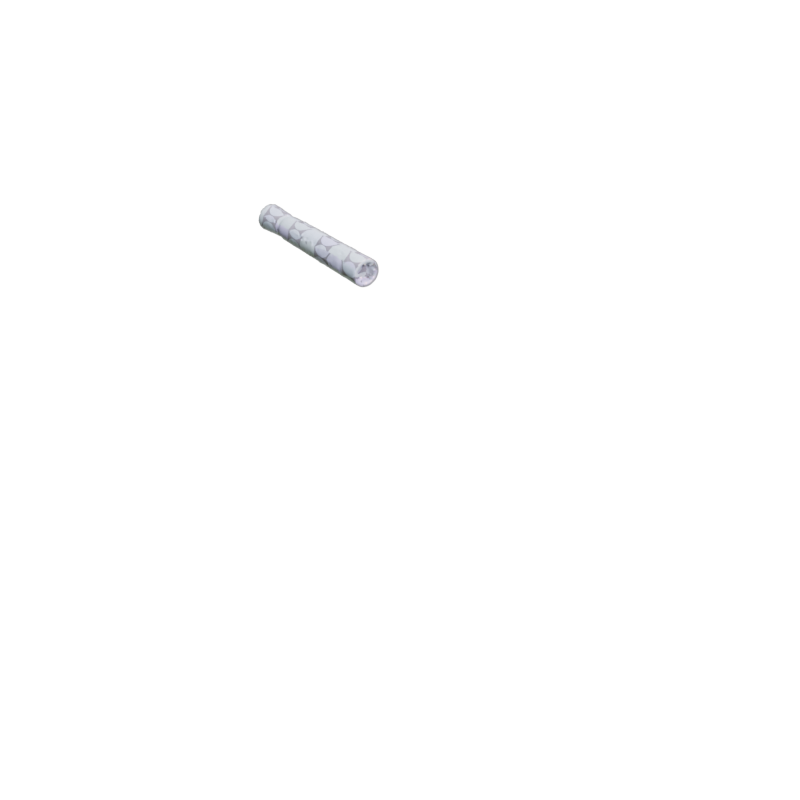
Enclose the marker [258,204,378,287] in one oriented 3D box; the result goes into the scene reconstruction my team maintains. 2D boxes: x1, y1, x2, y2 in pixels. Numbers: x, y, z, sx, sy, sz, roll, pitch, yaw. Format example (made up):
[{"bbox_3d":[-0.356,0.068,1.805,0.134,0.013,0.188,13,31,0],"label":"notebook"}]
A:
[{"bbox_3d":[-0.057,-0.103,0.722,0.019,0.019,0.130,-3,25,-37],"label":"marker"}]
